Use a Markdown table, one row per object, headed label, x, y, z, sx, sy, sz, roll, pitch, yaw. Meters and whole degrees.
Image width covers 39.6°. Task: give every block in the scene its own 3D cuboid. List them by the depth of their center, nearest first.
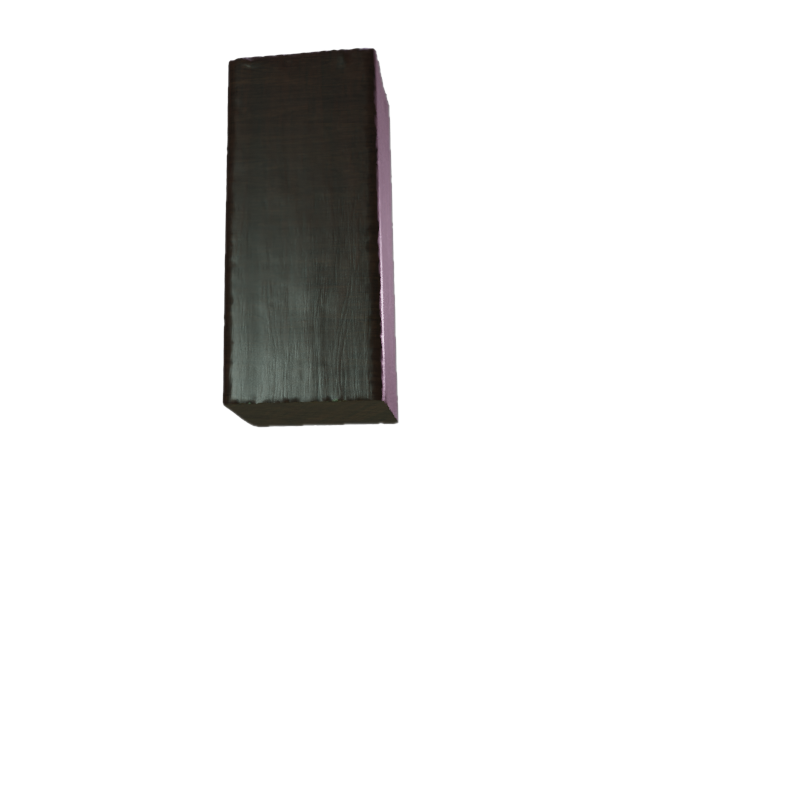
| label | x | y | z | sx | sy | sz | roll | pitch | yaw |
| --- | --- | --- | --- | --- | --- | --- | --- | --- | --- |
| block | -0.052 | -0.094 | 0.660 | 0.091 | 0.214 | 0.086 | -3 | -16 | 7 |
